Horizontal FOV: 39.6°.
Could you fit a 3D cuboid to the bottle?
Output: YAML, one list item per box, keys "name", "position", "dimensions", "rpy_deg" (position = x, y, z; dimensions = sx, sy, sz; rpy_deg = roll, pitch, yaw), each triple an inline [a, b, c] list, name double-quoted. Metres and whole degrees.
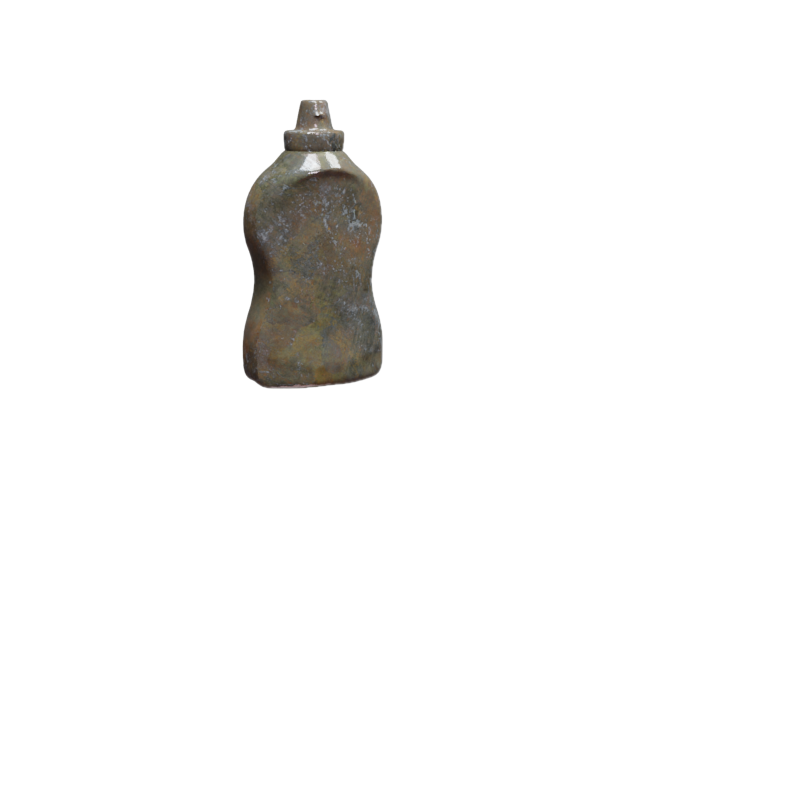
- name: "bottle"
  position: [-0.059, -0.108, 0.756]
  dimensions: [0.094, 0.188, 0.061]
  rpy_deg: [-3, 9, -24]
